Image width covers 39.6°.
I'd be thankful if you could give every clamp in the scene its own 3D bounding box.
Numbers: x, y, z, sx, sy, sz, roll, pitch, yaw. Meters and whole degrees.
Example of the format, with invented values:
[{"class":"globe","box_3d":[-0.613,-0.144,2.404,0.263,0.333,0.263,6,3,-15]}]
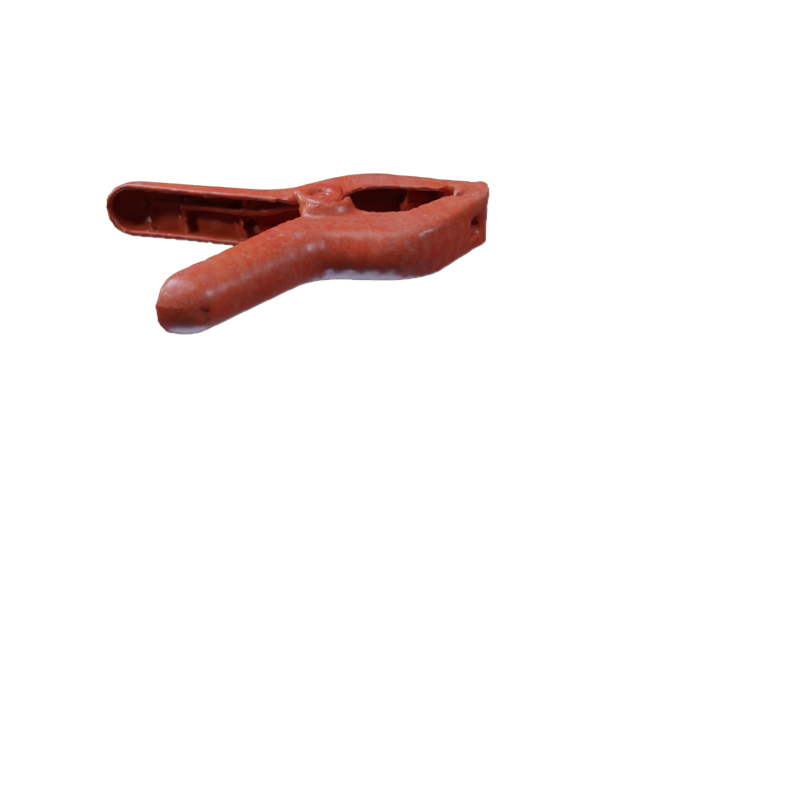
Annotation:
[{"class":"clamp","box_3d":[-0.037,-0.067,0.472,0.170,0.037,0.129,-7,36,-10]}]
